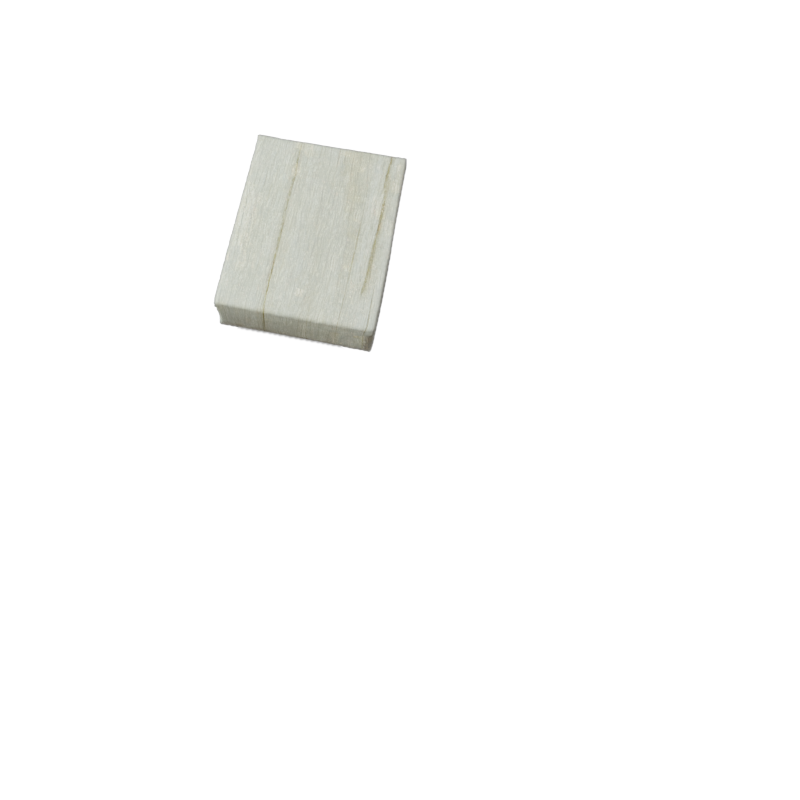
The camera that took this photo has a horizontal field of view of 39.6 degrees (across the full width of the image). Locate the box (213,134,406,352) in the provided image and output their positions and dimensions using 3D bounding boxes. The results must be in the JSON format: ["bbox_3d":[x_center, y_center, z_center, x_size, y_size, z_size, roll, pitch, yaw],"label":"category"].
[{"bbox_3d":[-0.050,-0.091,0.635,0.090,0.119,0.037,9,-26,4],"label":"box"}]
